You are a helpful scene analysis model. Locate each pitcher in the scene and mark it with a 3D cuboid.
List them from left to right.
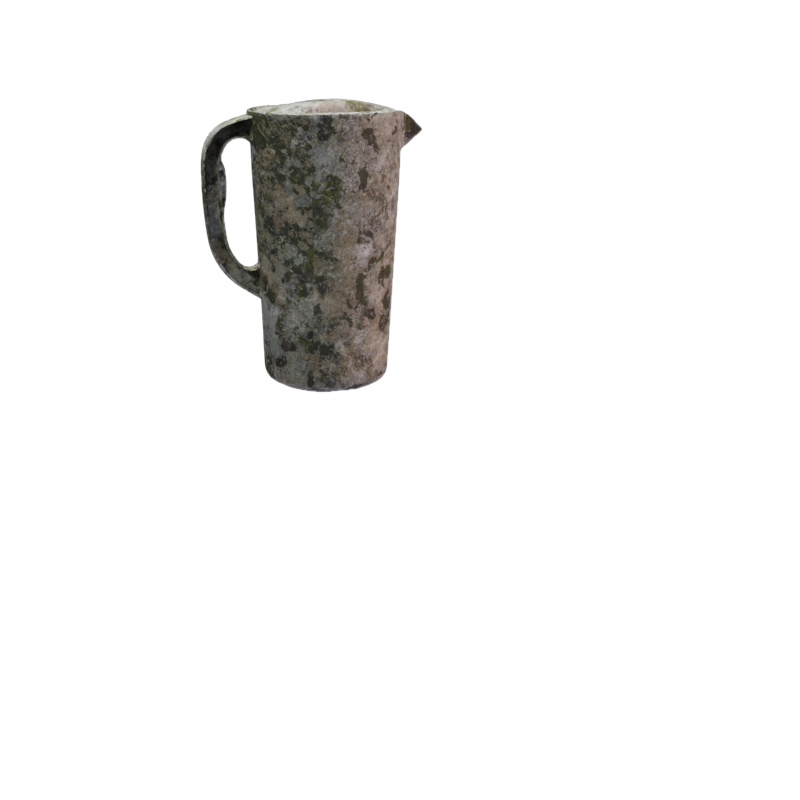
[{"bbox_3d":[-0.075,-0.136,0.953,0.155,0.236,0.143,8,15,29],"label":"pitcher"}]
